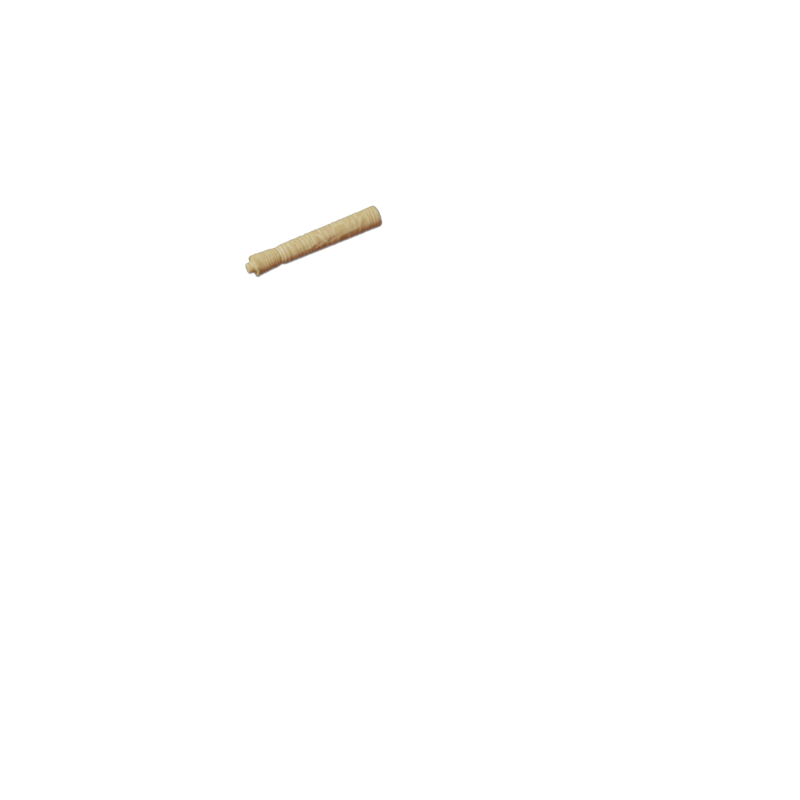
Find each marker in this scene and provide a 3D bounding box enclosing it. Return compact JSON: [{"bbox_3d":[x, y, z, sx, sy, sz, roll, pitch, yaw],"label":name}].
[{"bbox_3d":[-0.072,-0.130,0.914,0.120,0.019,0.020,-25,12,-16],"label":"marker"}]
